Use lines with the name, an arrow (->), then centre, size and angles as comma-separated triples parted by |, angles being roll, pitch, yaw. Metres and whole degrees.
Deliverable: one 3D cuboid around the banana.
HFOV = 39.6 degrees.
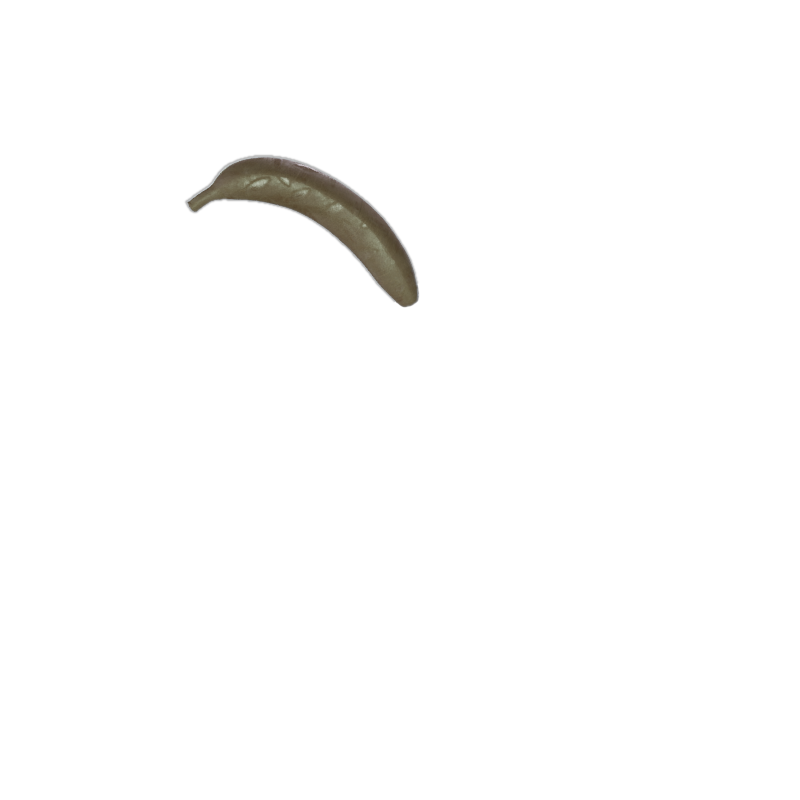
banana -> -0.063, -0.142, 0.868 | 0.195, 0.068, 0.038 | 24, 15, -7
